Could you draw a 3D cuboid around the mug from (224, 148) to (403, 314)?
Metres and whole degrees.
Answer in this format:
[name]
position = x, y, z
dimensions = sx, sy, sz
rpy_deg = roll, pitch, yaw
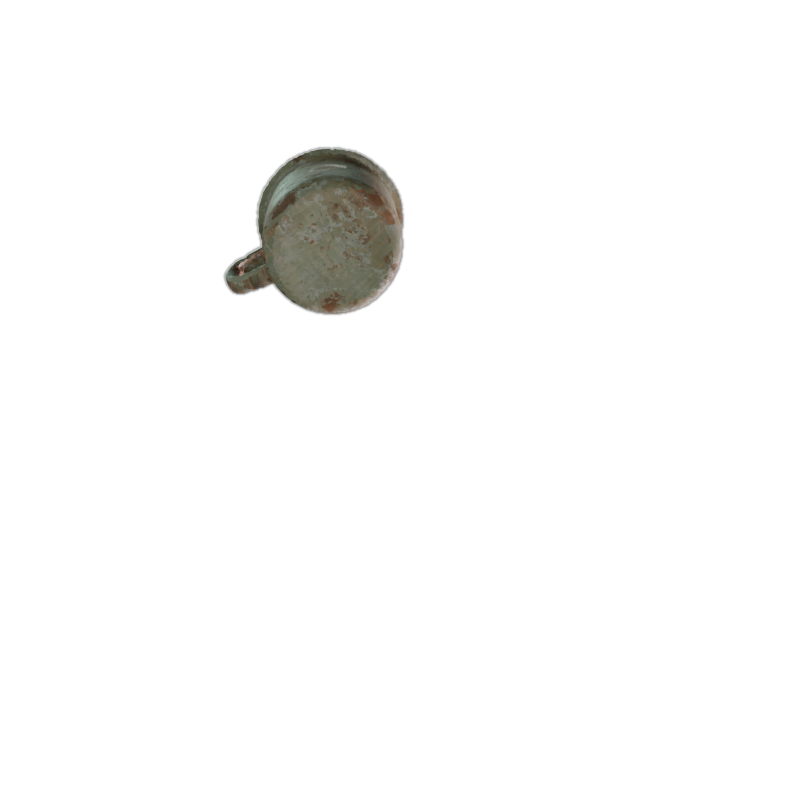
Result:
[mug]
position = -0.052, -0.095, 0.667
dimensions = 0.117, 0.090, 0.085
rpy_deg = -23, 16, 5
